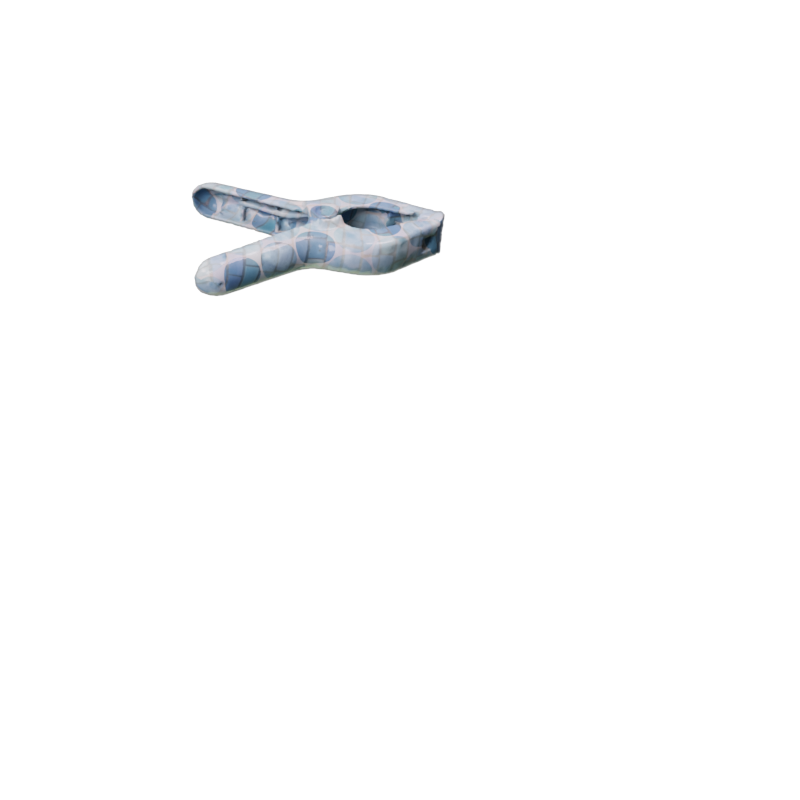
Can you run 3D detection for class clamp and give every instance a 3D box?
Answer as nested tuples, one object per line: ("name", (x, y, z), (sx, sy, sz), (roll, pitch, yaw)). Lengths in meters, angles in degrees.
("clamp", (-0.056, -0.103, 0.718), (0.172, 0.037, 0.128), (1, 41, 1))
